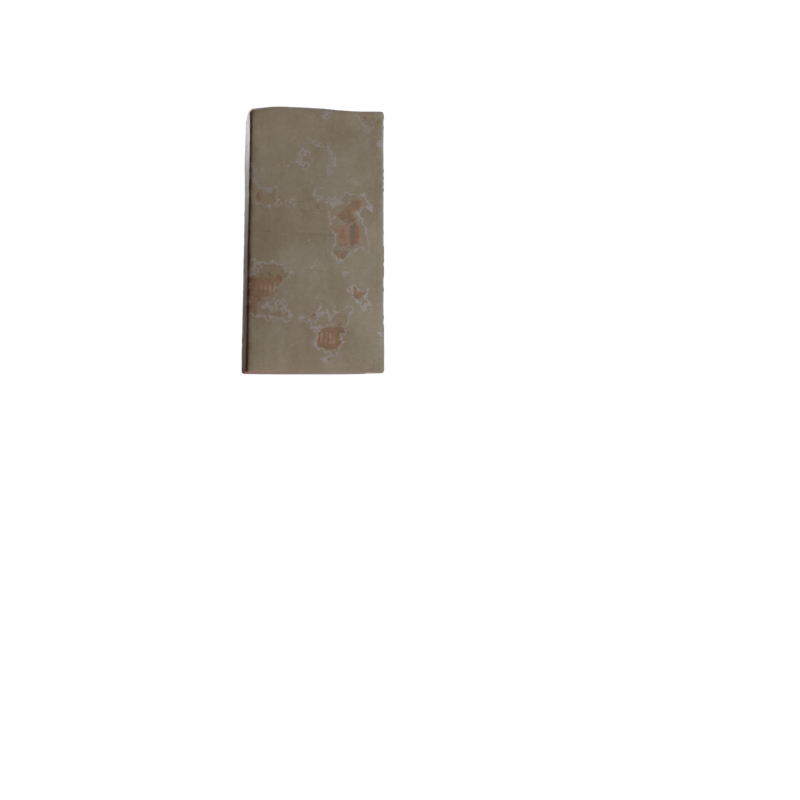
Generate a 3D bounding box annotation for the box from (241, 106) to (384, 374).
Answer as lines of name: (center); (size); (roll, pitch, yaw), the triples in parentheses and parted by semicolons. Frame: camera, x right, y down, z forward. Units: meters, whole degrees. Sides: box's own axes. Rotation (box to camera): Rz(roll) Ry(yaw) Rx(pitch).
box: (-0.058, -0.106, 0.741); (0.092, 0.179, 0.048); (0, -6, -9)
